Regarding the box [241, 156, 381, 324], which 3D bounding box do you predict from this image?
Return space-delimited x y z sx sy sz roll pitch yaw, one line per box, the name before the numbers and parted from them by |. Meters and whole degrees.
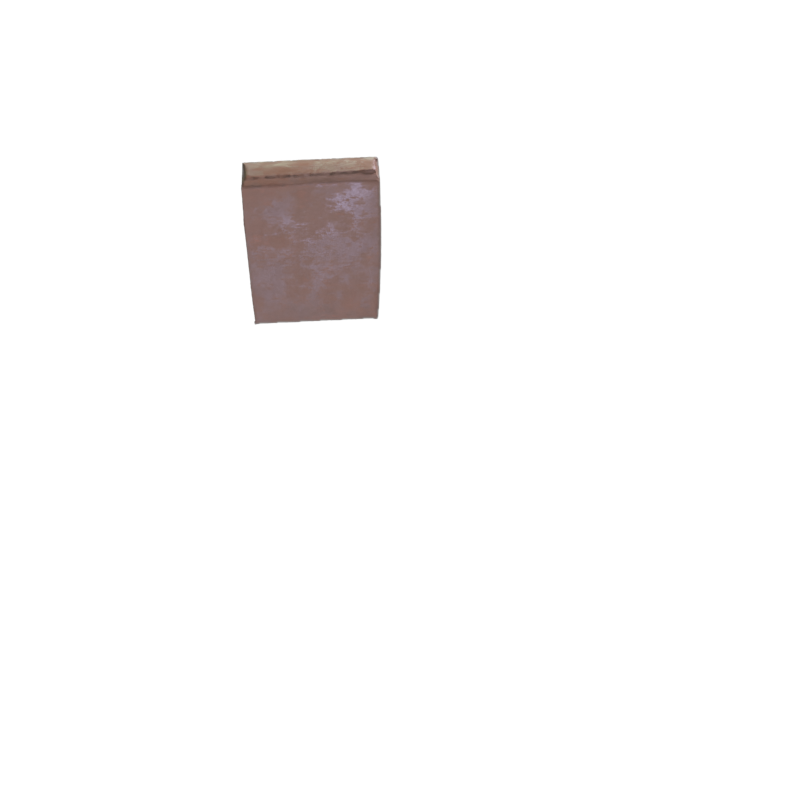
box | -0.058 -0.106 0.739 0.090 0.106 0.041 -1 34 0
